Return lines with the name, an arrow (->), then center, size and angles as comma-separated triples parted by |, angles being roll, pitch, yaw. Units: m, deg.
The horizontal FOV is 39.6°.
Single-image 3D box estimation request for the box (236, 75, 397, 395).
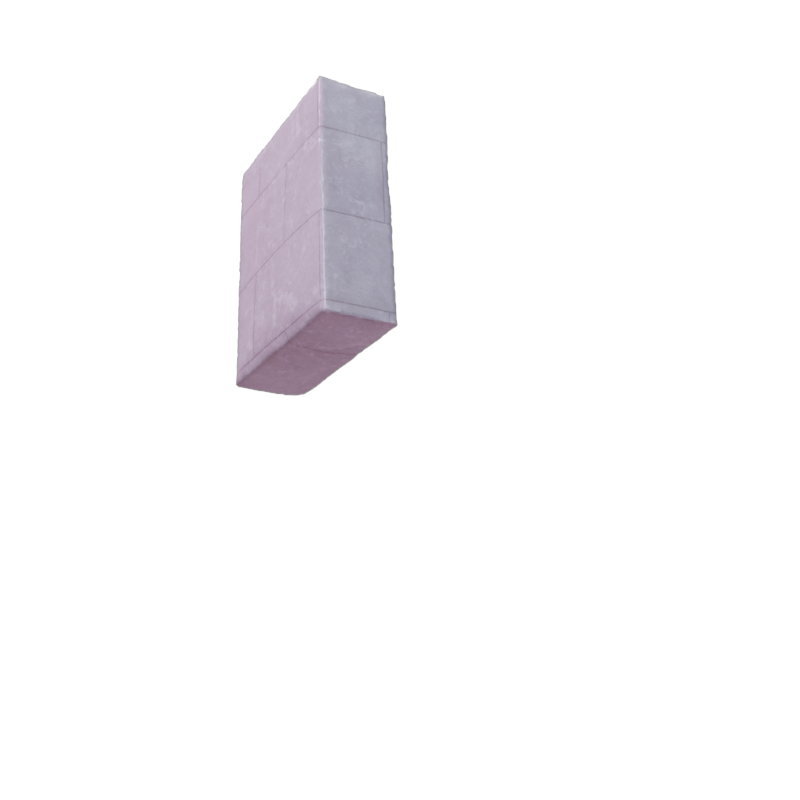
box -> -0.072, -0.131, 0.917 | 0.069, 0.227, 0.161 | 13, -30, -27
